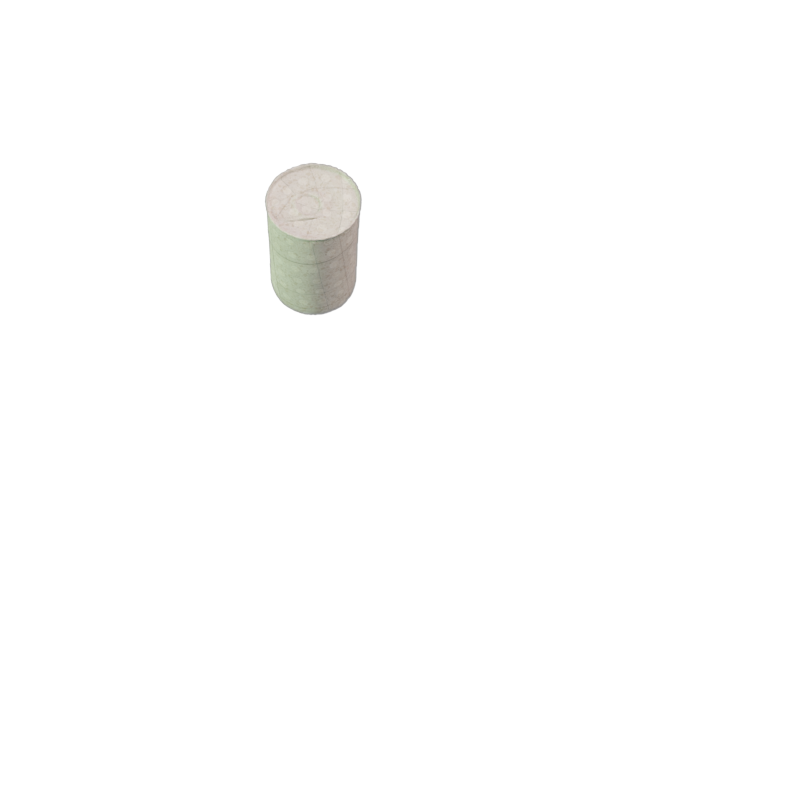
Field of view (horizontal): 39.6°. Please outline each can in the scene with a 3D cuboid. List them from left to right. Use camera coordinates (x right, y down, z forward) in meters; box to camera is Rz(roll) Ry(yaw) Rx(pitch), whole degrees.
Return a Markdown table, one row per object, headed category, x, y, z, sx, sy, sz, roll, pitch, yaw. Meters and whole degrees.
| category | x | y | z | sx | sy | sz | roll | pitch | yaw |
| --- | --- | --- | --- | --- | --- | --- | --- | --- | --- |
| can | -0.064 | -0.117 | 0.818 | 0.068 | 0.073 | 0.096 | 0 | -31 | -3 |
